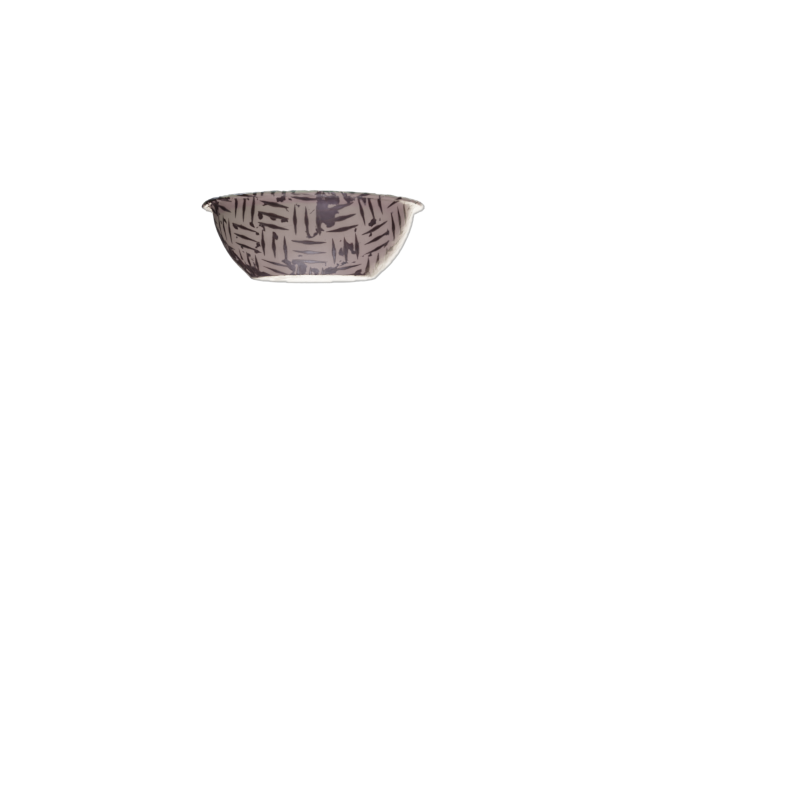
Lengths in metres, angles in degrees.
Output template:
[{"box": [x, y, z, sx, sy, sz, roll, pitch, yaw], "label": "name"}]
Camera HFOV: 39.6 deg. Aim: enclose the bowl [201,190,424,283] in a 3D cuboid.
[{"box": [-0.063, -0.115, 0.803, 0.162, 0.055, 0.162, 0, 2, -2], "label": "bowl"}]
